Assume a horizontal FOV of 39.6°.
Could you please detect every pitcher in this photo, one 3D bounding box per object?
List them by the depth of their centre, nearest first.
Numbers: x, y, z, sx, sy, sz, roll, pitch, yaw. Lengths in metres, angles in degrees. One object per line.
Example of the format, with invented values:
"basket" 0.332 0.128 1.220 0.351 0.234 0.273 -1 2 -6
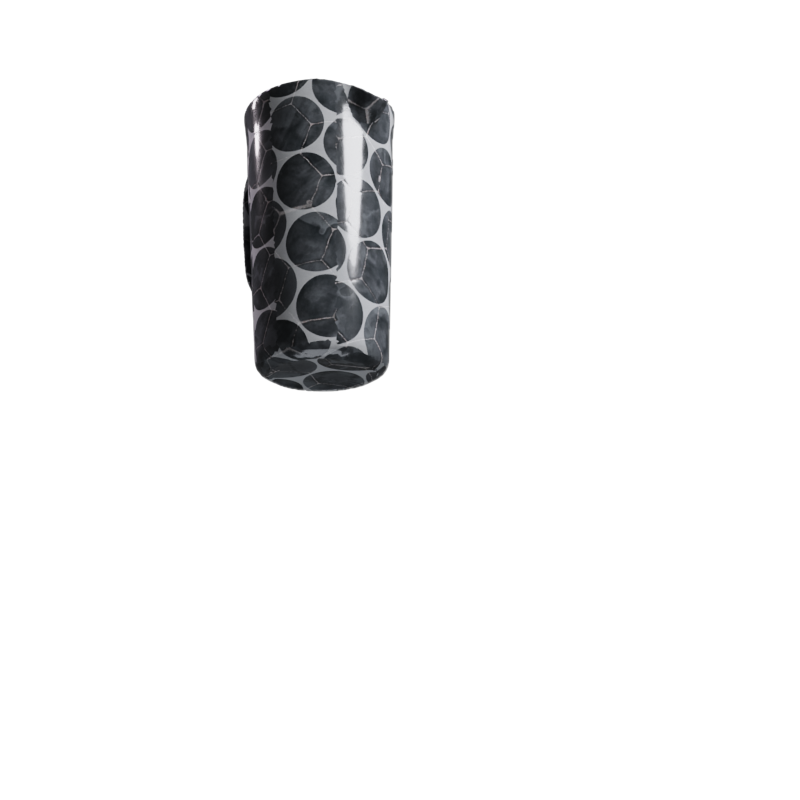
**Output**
"pitcher" -0.074 -0.134 0.939 0.146 0.256 0.141 -3 -22 3
